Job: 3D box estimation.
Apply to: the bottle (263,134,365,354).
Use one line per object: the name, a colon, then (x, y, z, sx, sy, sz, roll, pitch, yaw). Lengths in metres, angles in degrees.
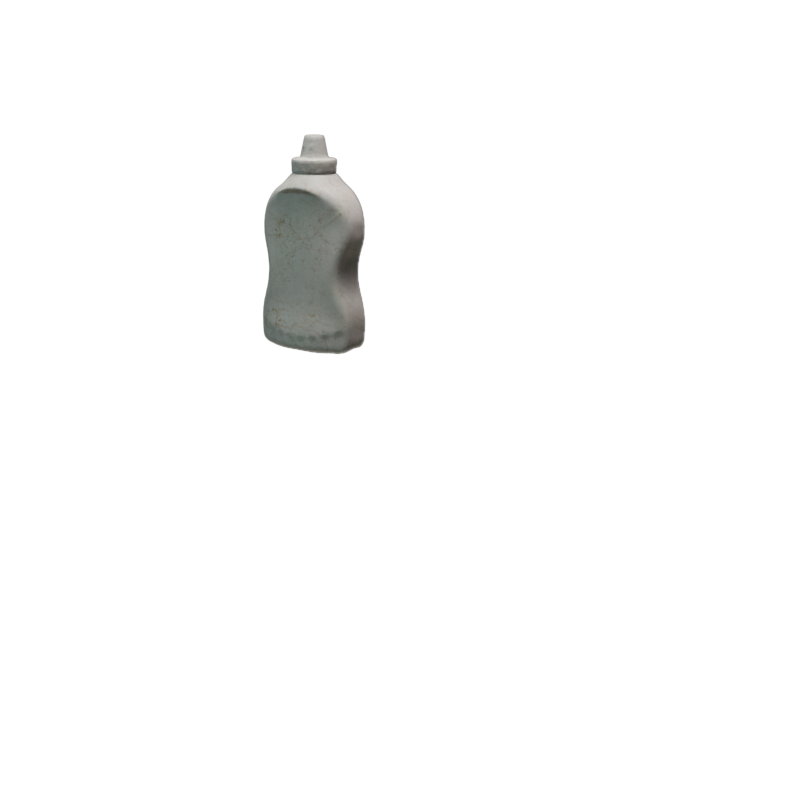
bottle: (-0.078, -0.143, 0.999, 0.100, 0.187, 0.057, 9, 13, 34)
